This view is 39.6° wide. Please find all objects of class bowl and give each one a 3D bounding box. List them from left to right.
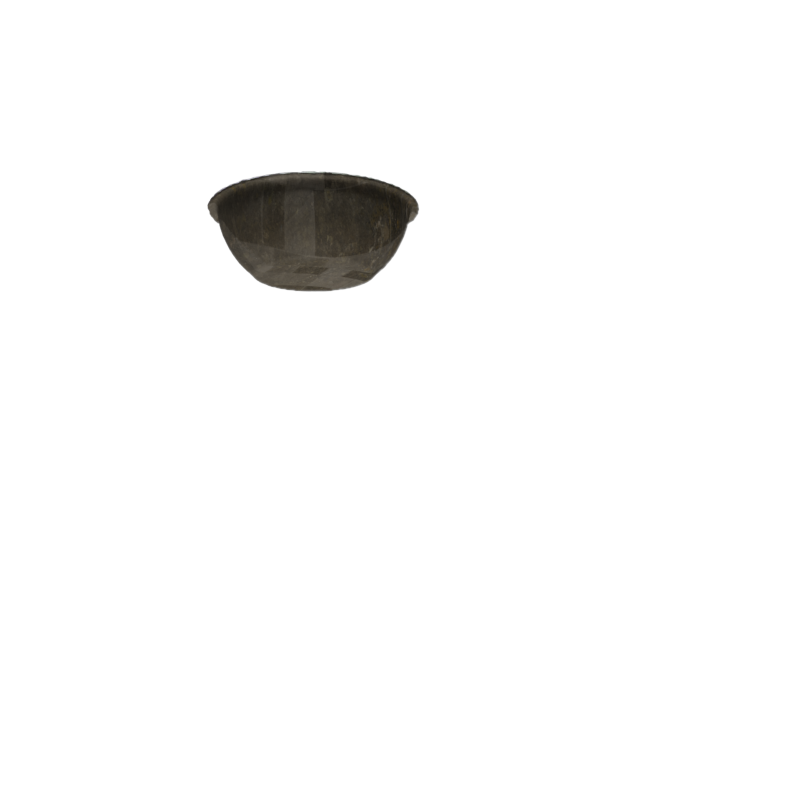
[{"bbox_3d":[-0.066,-0.120,0.841,0.162,0.057,0.157,0,-11,-2],"label":"bowl"}]
